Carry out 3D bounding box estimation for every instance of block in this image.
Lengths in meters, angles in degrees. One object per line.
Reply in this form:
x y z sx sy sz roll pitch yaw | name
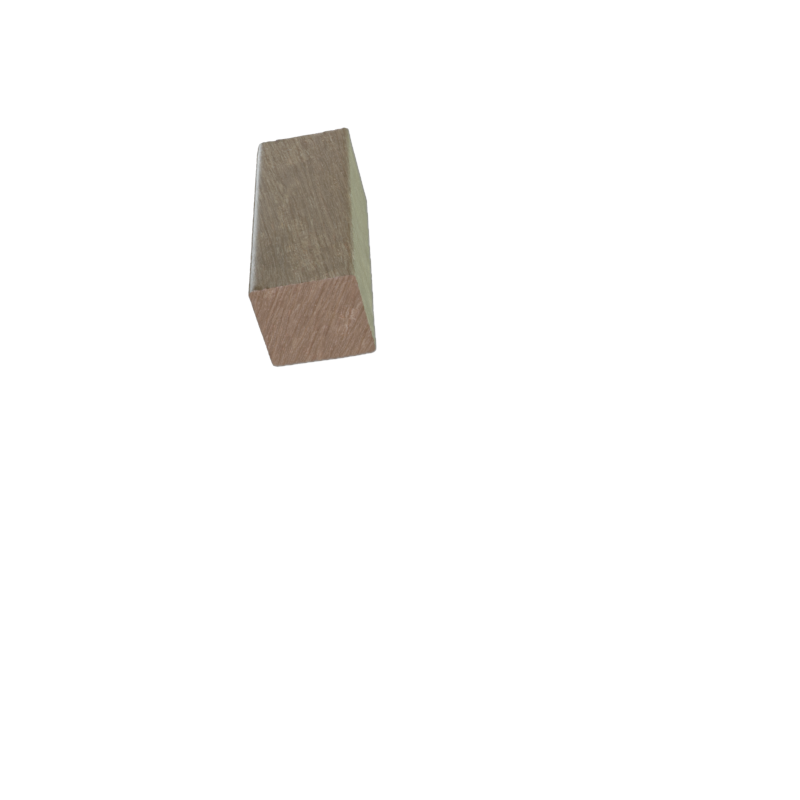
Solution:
-0.077 -0.138 0.972 0.091 0.084 0.221 -10 44 6 | block
